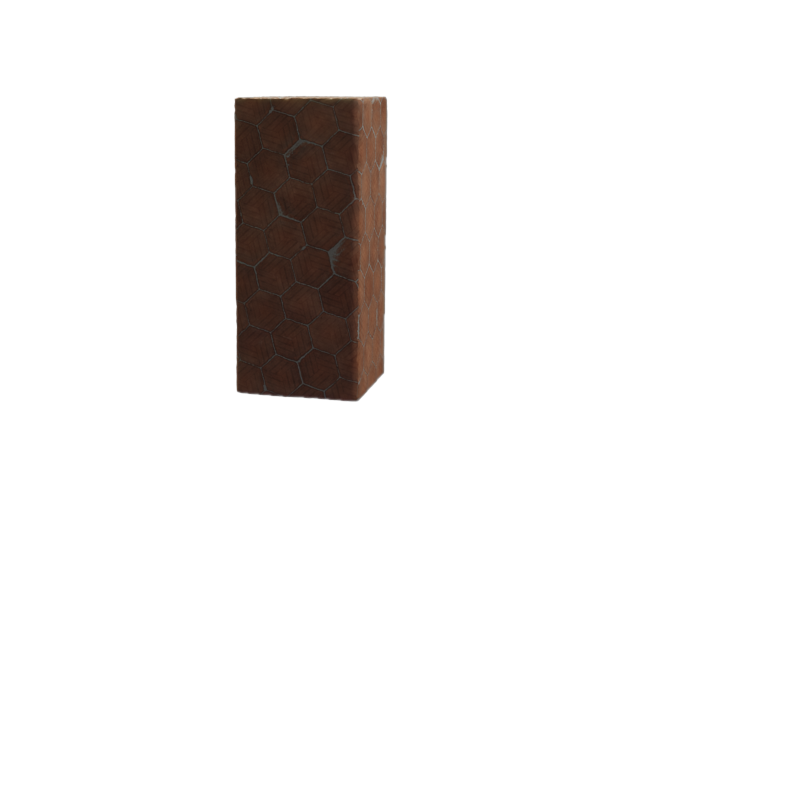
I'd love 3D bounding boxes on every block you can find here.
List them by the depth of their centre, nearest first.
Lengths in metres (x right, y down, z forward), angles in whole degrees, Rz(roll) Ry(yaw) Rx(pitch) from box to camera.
[{"bbox_3d":[-0.061,-0.113,0.791,0.092,0.202,0.091,3,9,14],"label":"block"}]
